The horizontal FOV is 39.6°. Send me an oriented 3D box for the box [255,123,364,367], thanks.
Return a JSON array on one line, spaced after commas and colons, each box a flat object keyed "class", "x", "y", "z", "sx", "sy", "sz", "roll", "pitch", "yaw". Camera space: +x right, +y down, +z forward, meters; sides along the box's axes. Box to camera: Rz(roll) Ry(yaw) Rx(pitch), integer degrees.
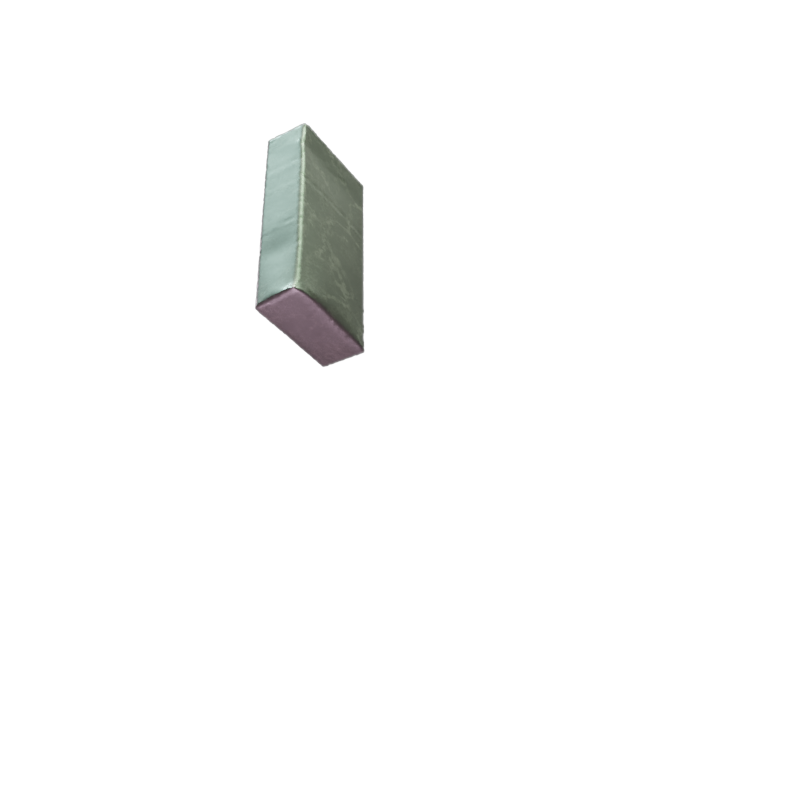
[{"class": "box", "x": -0.069, "y": -0.125, "z": 0.880, "sx": 0.048, "sy": 0.189, "sz": 0.086, "roll": -24, "pitch": -44, "yaw": 23}]
